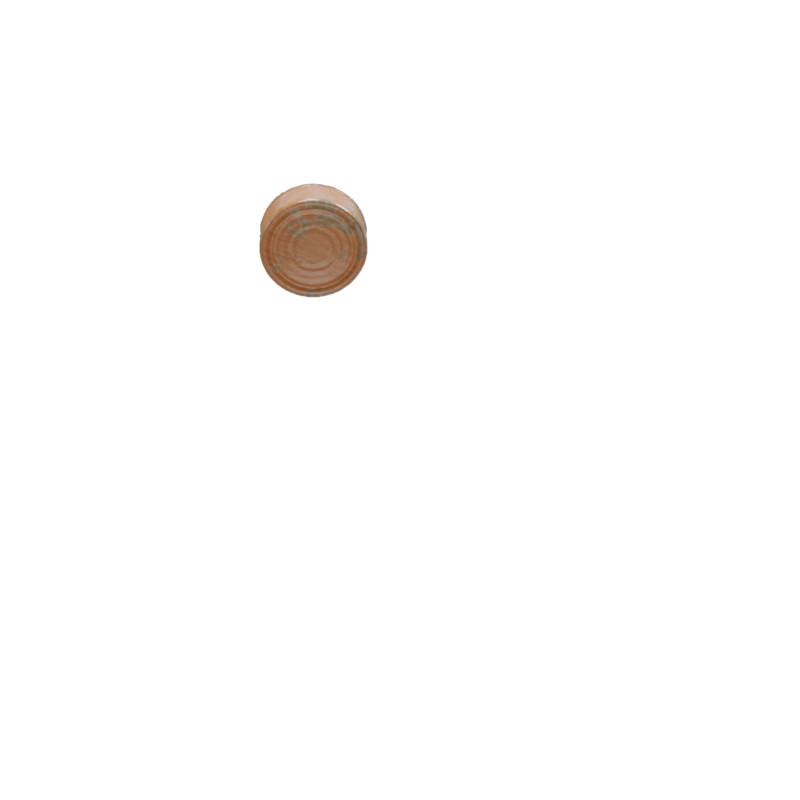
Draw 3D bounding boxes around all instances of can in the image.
[{"bbox_3d":[-0.068,-0.124,0.872,0.086,0.081,0.035,1,27,-1],"label":"can"}]
